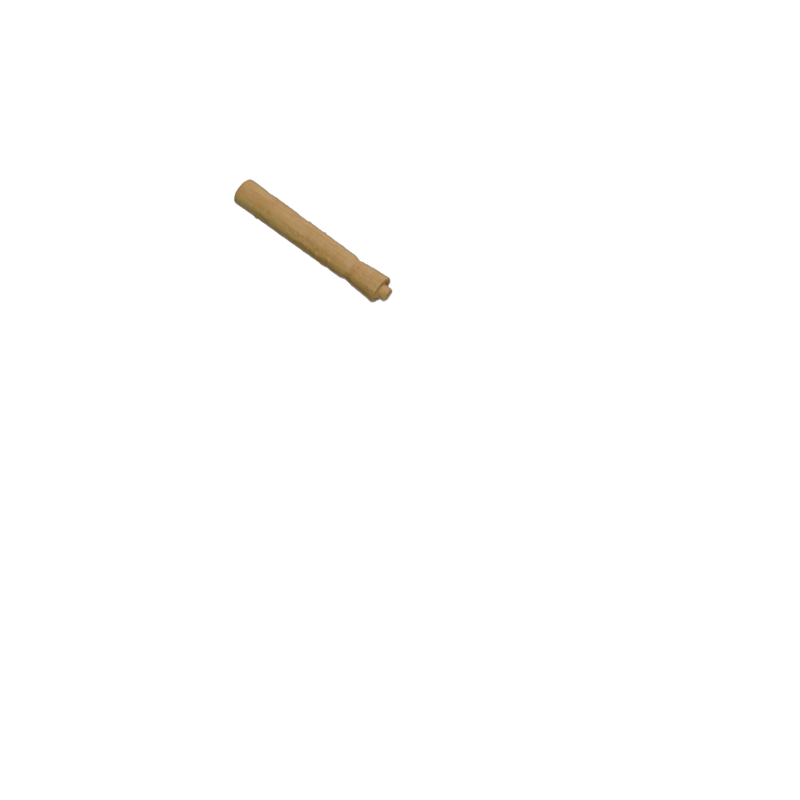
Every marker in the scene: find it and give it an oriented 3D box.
[{"bbox_3d":[-0.055,-0.100,0.699,0.127,0.019,0.019,37,17,20],"label":"marker"}]
